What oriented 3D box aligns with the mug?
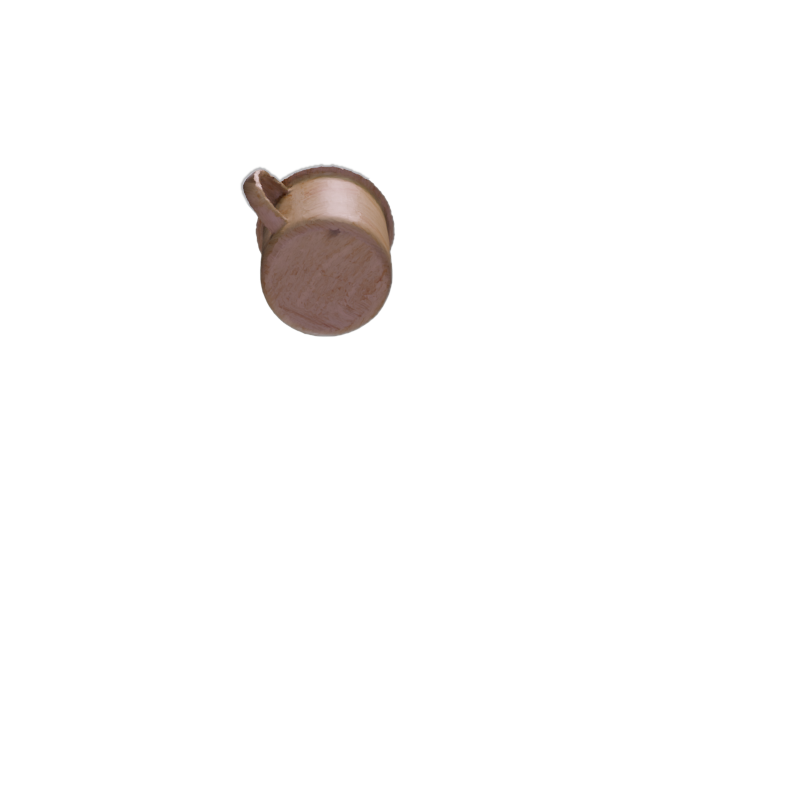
[{"bbox_3d":[-0.055,-0.101,0.704,0.092,0.112,0.086,-38,21,16],"label":"mug"}]
